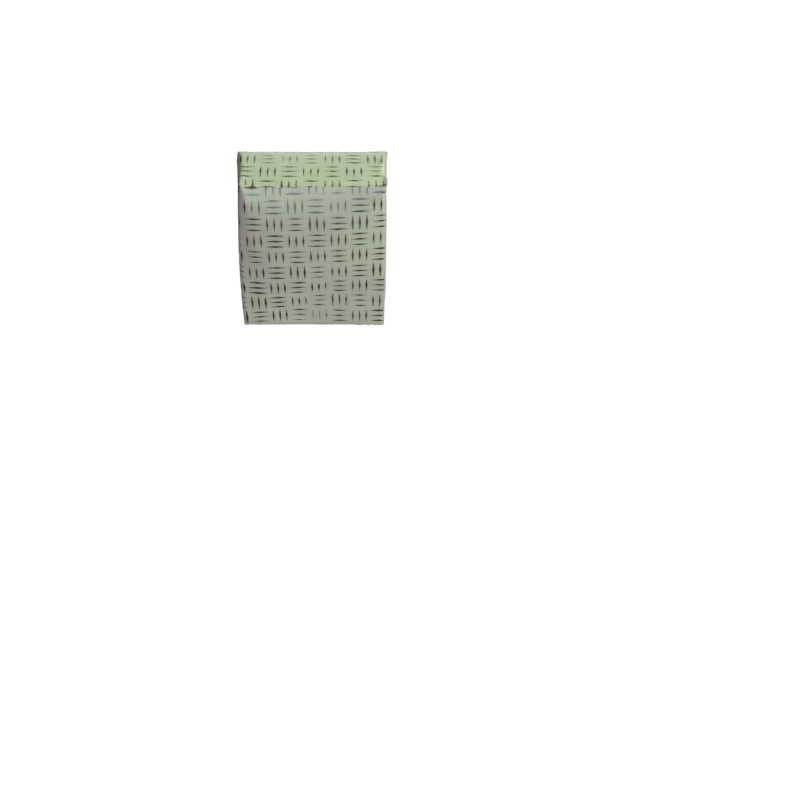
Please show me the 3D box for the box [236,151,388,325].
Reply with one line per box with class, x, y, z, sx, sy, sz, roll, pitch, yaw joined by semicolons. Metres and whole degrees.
box;-0.053;-0.096;0.673;0.090;0.106;0.042;1;44;-1
